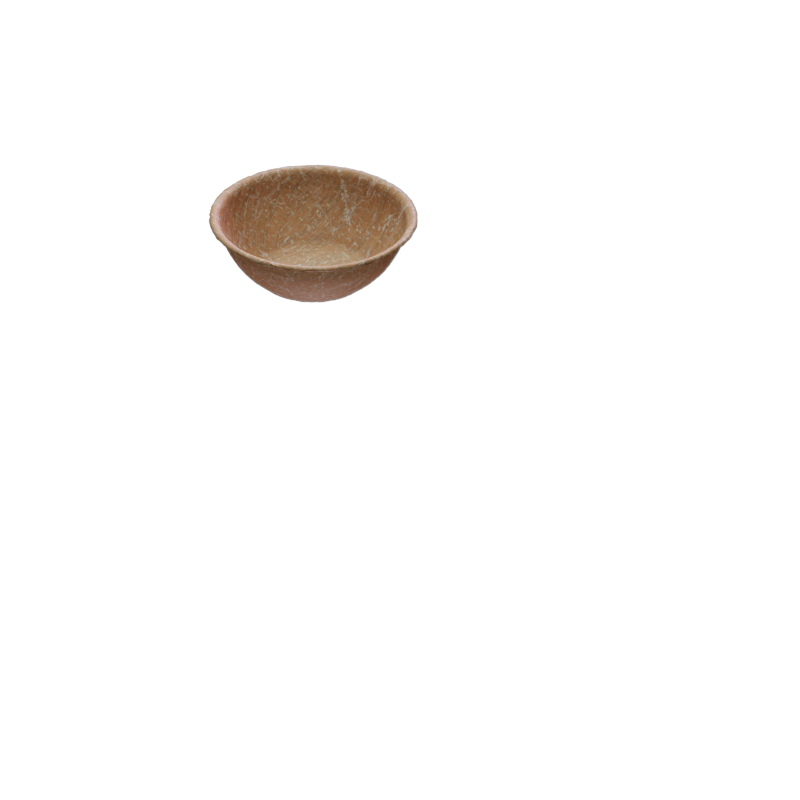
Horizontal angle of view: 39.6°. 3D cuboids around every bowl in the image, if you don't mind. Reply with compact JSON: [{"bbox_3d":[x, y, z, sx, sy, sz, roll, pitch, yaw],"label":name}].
[{"bbox_3d":[-0.068,-0.124,0.870,0.162,0.051,0.173,-1,36,-2],"label":"bowl"}]
